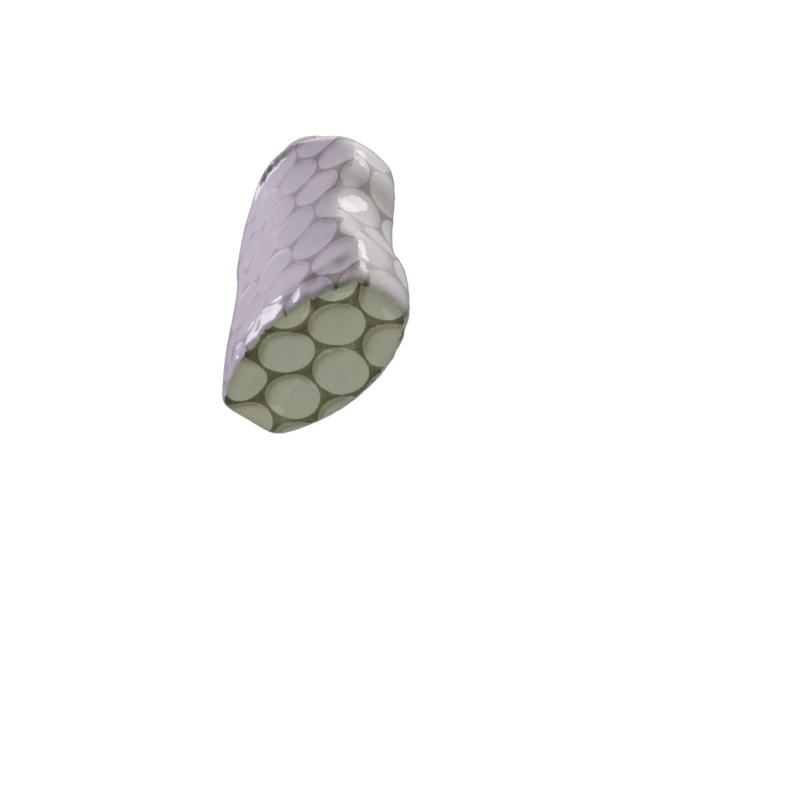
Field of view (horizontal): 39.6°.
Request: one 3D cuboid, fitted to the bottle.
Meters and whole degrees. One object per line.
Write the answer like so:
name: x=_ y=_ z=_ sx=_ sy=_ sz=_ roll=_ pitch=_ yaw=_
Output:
bottle: x=-0.043 y=-0.079 z=0.554 sx=0.055 sy=0.205 sz=0.094 roll=32 pitch=-60 yaw=-26
